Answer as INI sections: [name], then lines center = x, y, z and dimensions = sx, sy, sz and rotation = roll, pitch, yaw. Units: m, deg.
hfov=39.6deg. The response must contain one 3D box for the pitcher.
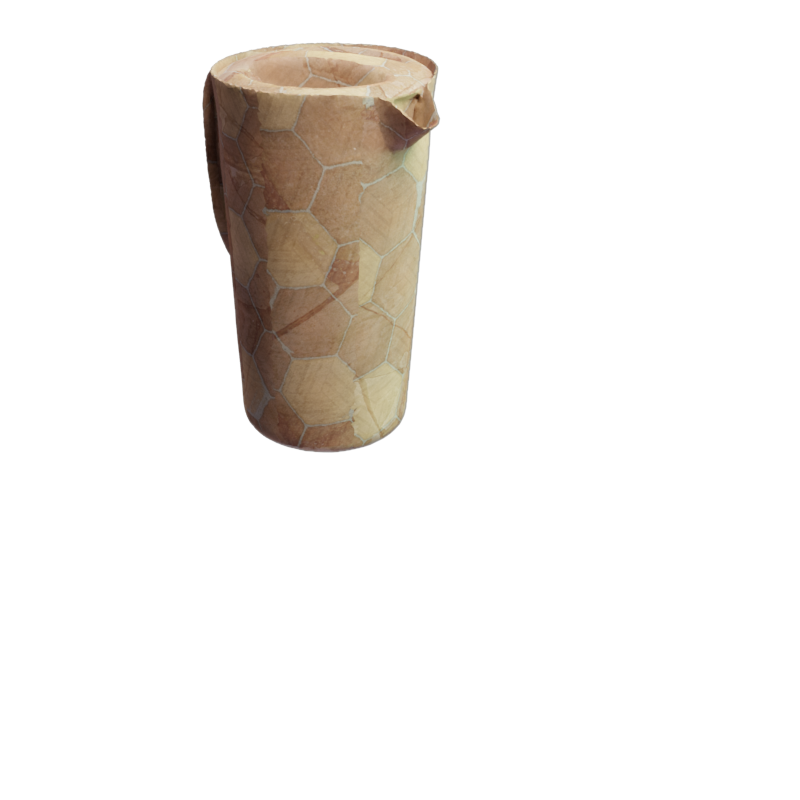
[pitcher]
center = -0.055, -0.100, 0.698
dimensions = 0.145, 0.231, 0.158
rotation = 0, 25, -3
